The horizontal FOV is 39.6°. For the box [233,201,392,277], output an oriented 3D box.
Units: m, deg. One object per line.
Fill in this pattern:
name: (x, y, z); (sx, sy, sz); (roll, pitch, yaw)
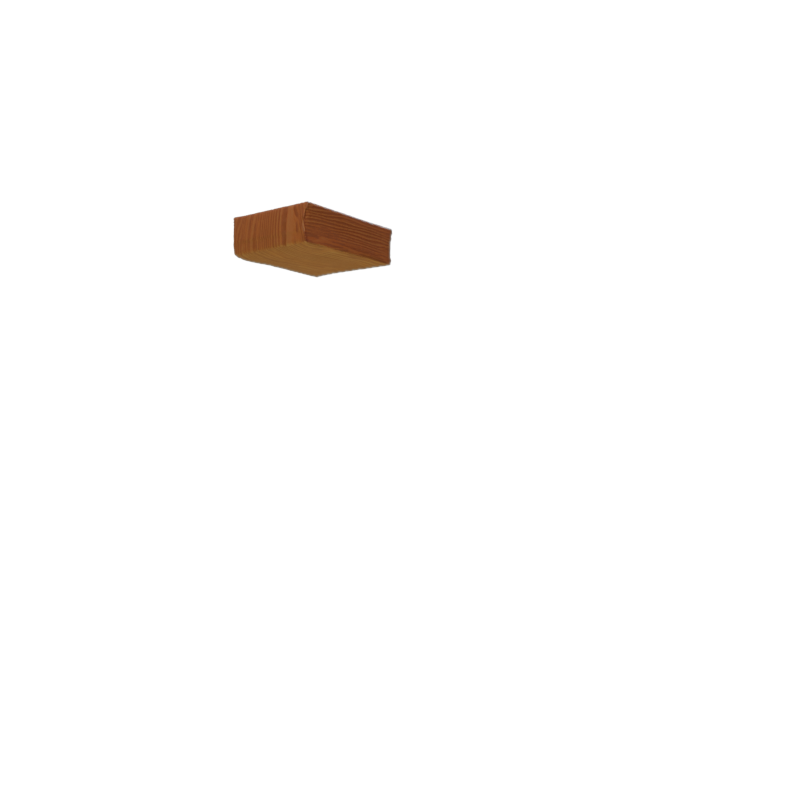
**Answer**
box: (-0.076, -0.138, 0.965); (0.092, 0.040, 0.108); (-6, -8, 40)
